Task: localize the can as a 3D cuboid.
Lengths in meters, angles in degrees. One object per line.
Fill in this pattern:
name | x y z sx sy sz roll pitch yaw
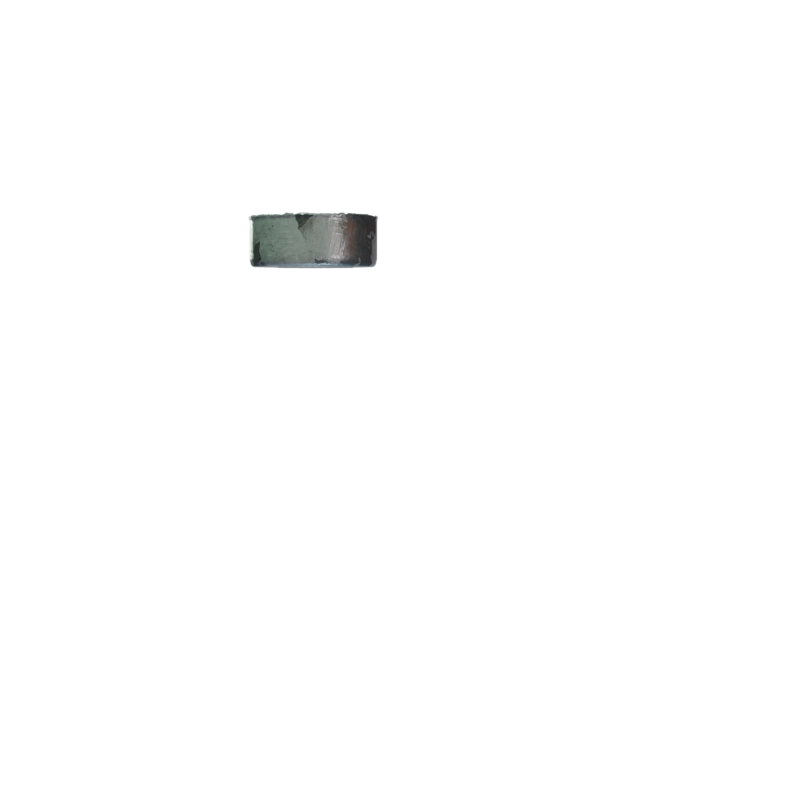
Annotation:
can | -0.058 -0.105 0.735 0.086 0.033 0.086 0 4 -2
